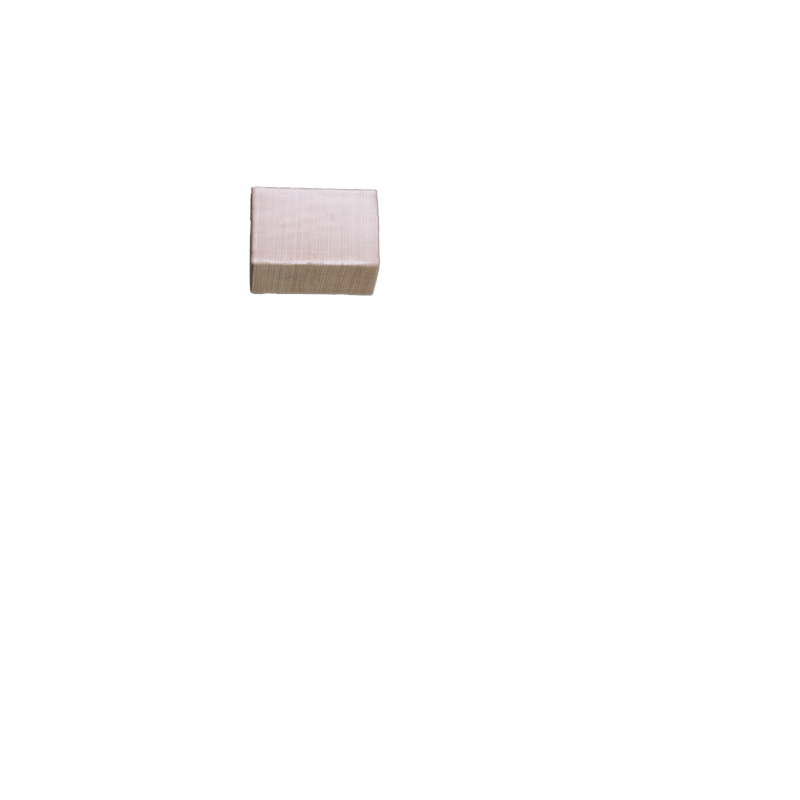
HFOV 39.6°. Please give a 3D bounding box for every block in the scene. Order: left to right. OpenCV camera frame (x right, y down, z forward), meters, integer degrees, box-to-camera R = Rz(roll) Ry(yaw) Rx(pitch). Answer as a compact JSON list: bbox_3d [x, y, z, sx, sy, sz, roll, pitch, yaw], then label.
[{"bbox_3d":[-0.053,-0.096,0.674,0.077,0.054,0.051,1,-19,-5],"label":"block"}]
